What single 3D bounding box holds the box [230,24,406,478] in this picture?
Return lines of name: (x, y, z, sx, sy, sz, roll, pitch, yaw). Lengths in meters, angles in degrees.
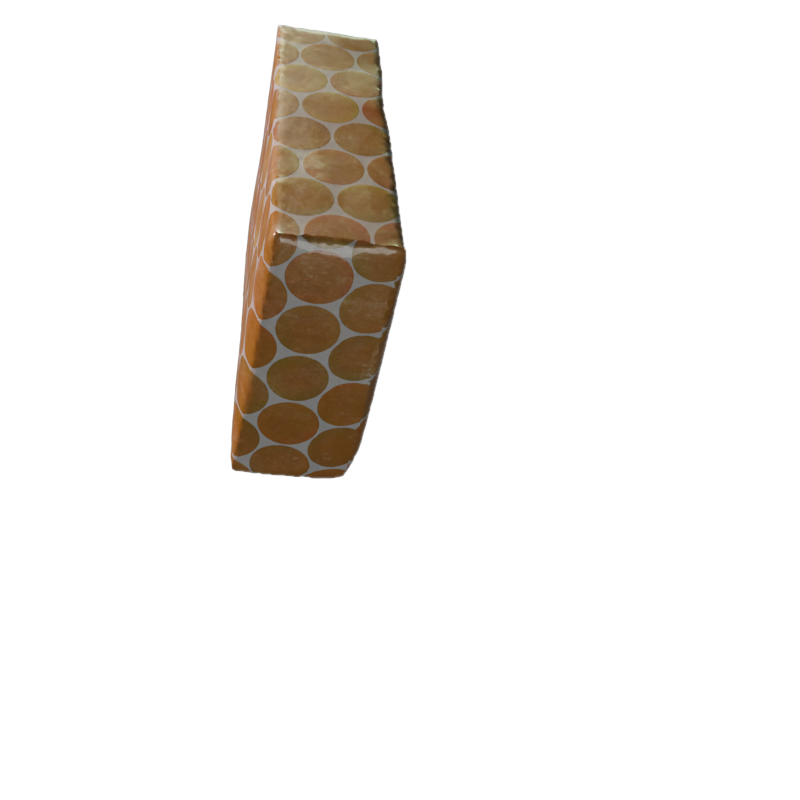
box: (-0.049, -0.090, 0.631, 0.071, 0.155, 0.229, 7, 41, -10)
